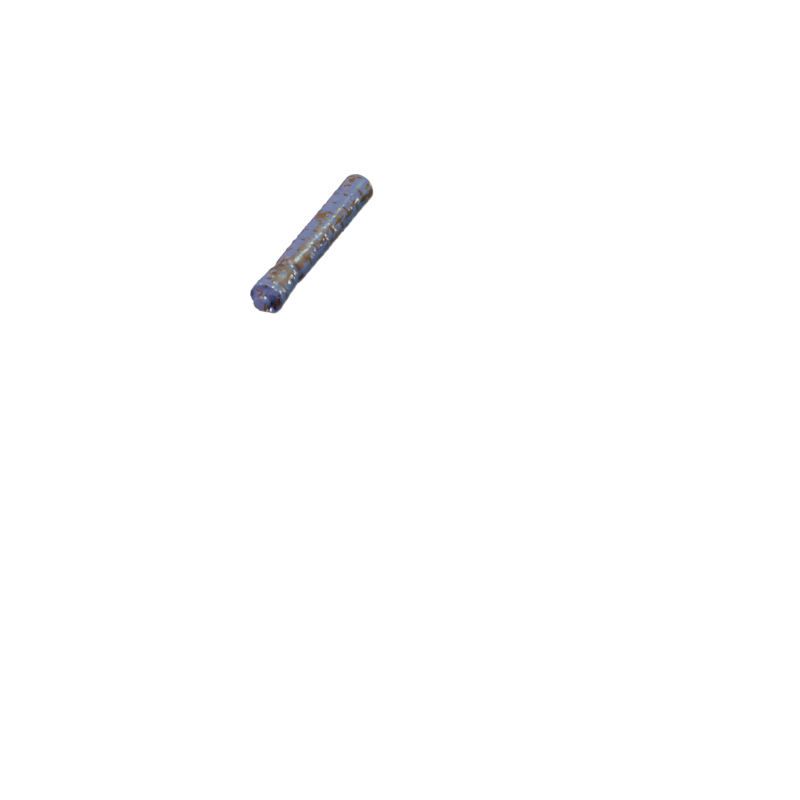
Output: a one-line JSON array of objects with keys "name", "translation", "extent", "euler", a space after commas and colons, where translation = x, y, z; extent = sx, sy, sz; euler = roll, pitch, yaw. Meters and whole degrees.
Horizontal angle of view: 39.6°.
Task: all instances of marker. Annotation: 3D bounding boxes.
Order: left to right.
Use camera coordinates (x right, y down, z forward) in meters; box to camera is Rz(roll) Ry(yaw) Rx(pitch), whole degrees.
[{"name": "marker", "translation": [-0.048, -0.087, 0.608], "extent": [0.020, 0.018, 0.125], "euler": [1, 38, 28]}]
